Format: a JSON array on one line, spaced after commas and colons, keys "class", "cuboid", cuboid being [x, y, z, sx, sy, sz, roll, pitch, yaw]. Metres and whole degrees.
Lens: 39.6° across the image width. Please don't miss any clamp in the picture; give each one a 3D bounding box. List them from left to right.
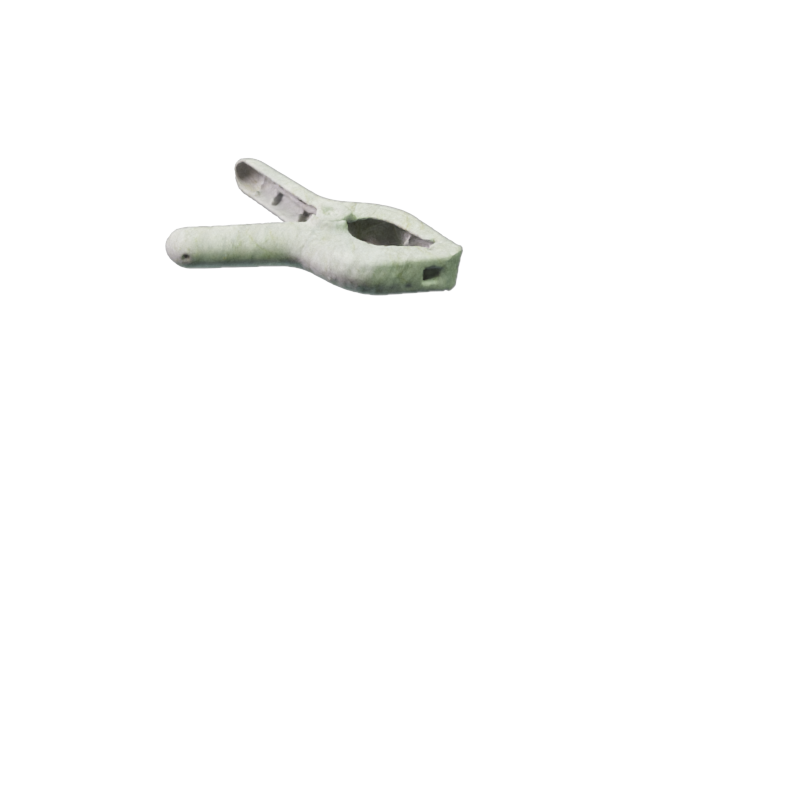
[{"class": "clamp", "cuboid": [-0.052, -0.096, 0.670, 0.178, 0.037, 0.124, 18, 44, 20]}]
